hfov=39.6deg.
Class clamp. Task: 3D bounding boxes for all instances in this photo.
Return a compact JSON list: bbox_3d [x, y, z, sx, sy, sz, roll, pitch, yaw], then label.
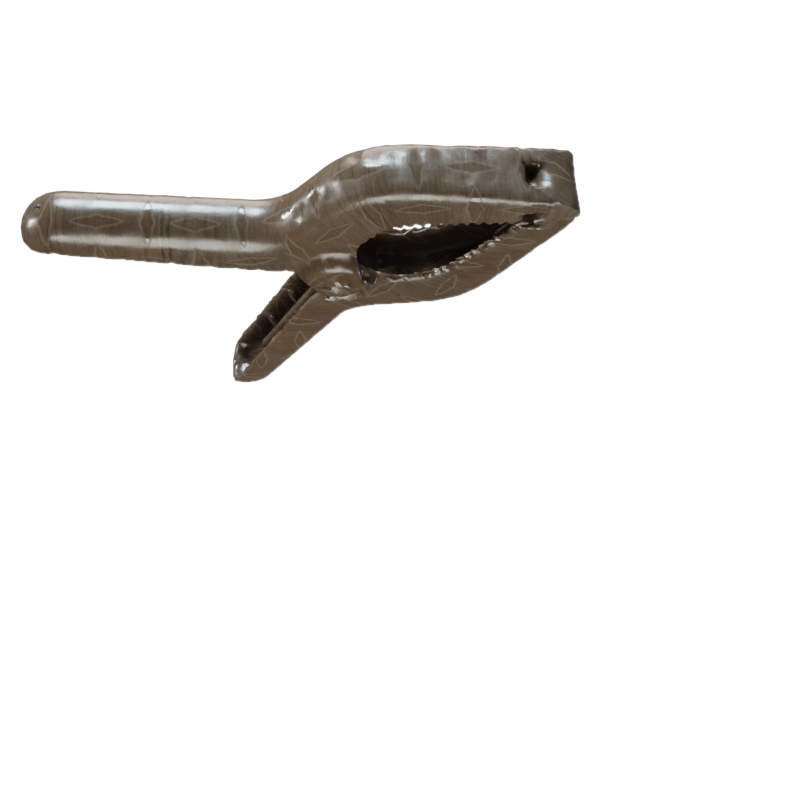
[{"bbox_3d":[-0.035,-0.064,0.448,0.213,0.038,0.153,-15,-28,31],"label":"clamp"}]
